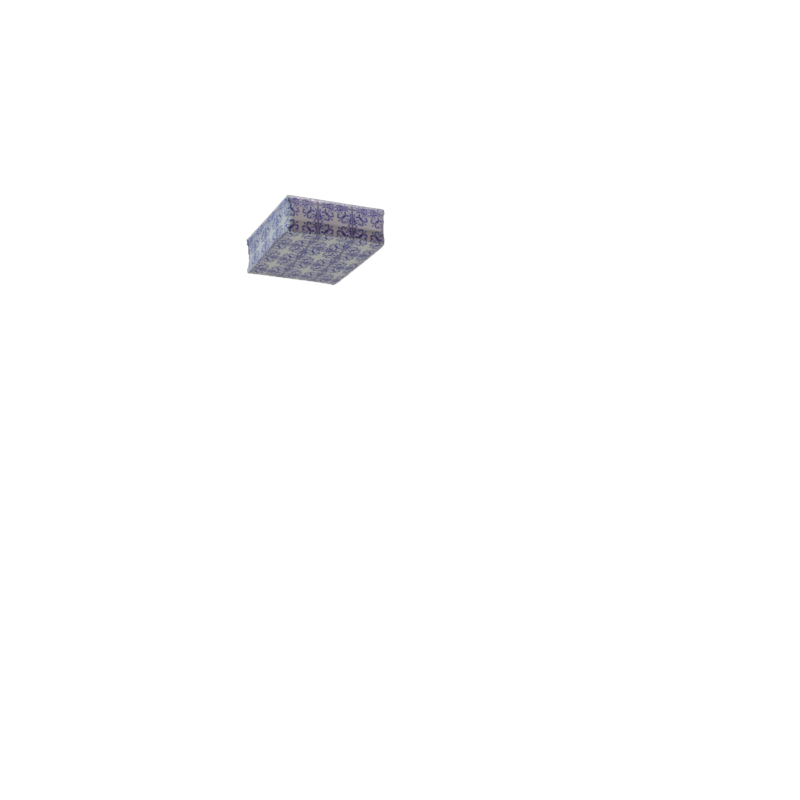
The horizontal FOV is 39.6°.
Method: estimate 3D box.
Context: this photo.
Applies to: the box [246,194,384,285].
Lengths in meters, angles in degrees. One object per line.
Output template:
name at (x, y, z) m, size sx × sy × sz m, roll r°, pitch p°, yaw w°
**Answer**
box at (-0.076, -0.139, 0.973) m, size 0.087 × 0.041 × 0.112 m, roll 7°, pitch -19°, yaw -23°
